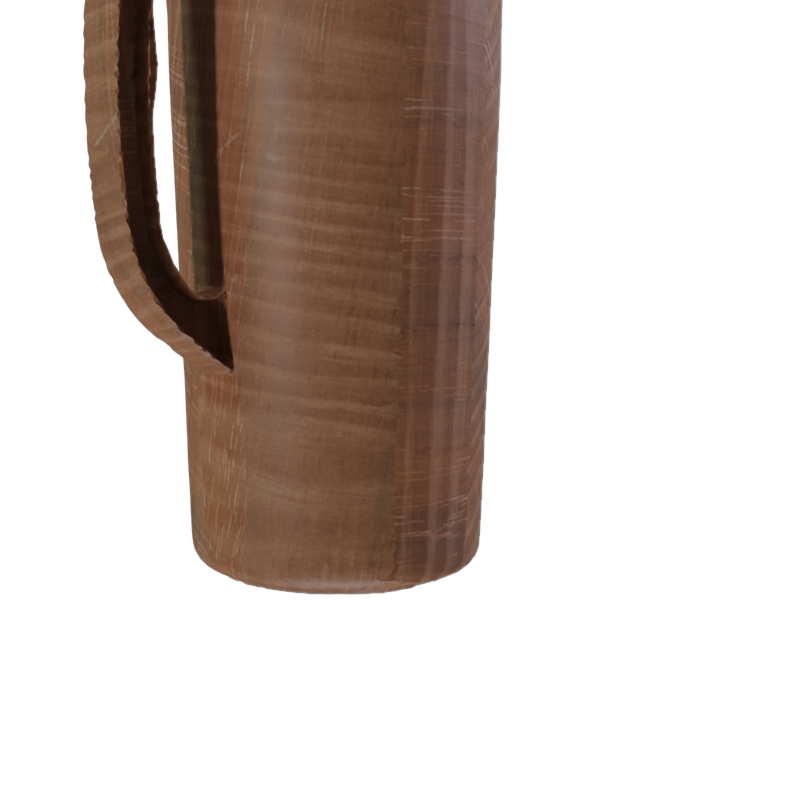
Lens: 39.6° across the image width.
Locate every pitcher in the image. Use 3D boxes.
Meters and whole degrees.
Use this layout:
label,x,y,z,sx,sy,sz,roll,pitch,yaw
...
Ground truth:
label,x,y,z,sx,sy,sz,roll,pitch,yaw
pitcher,-0.033,-0.059,0.416,0.149,0.245,0.144,0,-1,-2
